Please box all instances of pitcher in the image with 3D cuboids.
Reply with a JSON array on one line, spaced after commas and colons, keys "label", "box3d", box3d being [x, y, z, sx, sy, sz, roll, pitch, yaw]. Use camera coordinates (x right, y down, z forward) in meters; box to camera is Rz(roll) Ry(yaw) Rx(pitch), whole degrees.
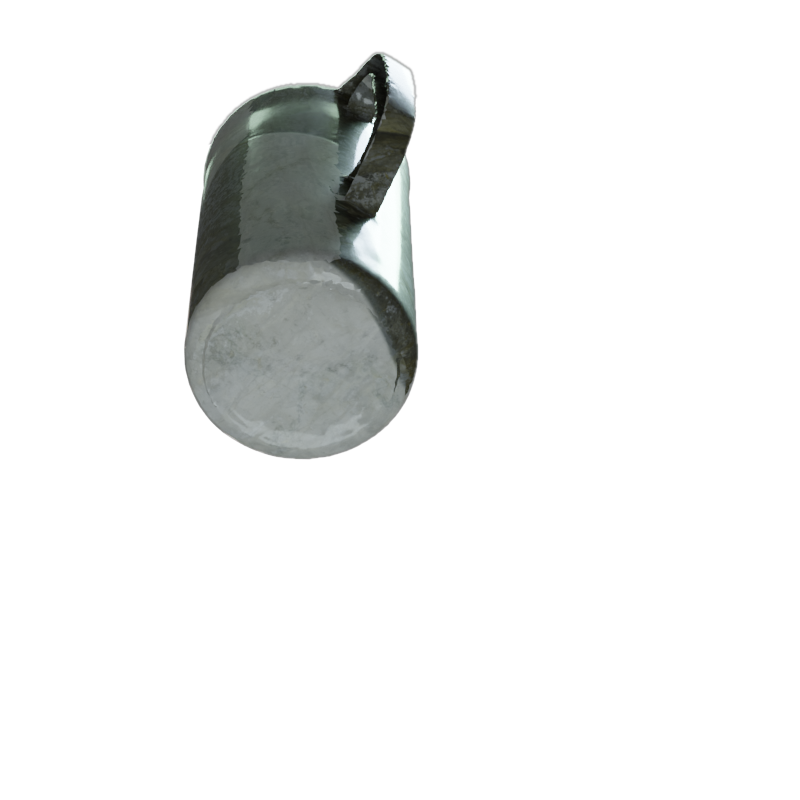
[{"label": "pitcher", "box3d": [-0.047, -0.086, 0.605, 0.145, 0.140, 0.258, -12, 29, 3]}]
